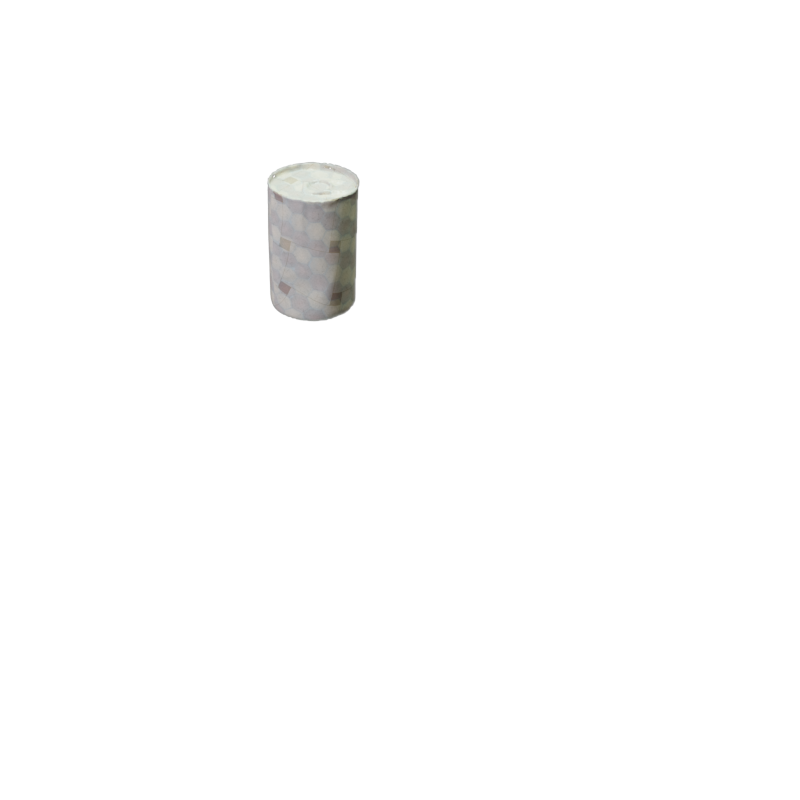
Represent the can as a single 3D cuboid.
[{"bbox_3d":[-0.066,-0.119,0.837,0.068,0.096,0.073,0,31,-3],"label":"can"}]
